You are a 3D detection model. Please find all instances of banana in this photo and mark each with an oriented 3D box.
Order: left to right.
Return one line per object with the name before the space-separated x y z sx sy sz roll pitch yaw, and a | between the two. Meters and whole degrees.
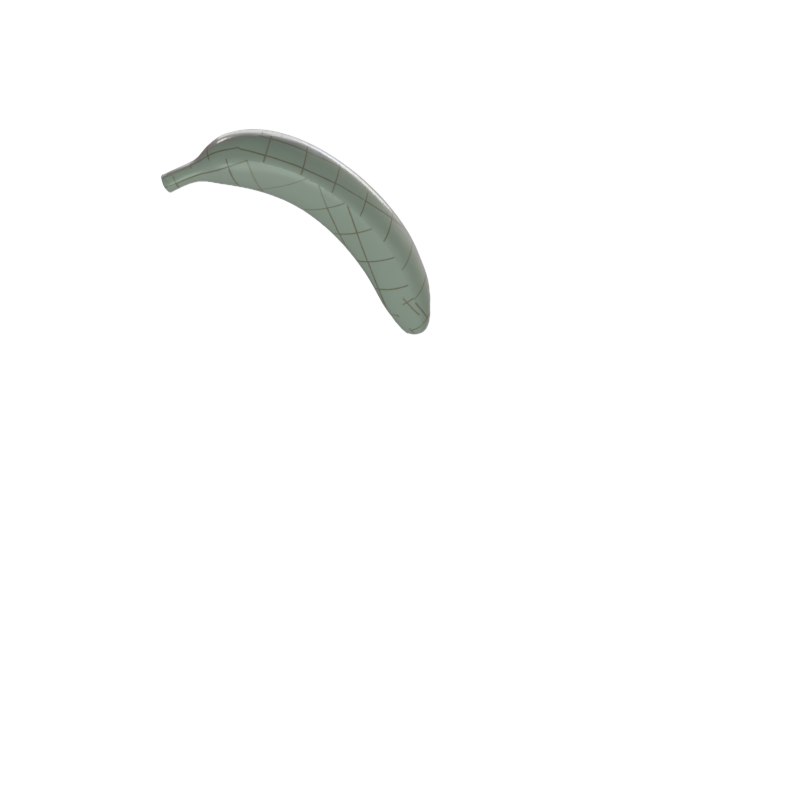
banana | -0.045 -0.111 0.678 0.189 0.068 0.039 31 29 -19
